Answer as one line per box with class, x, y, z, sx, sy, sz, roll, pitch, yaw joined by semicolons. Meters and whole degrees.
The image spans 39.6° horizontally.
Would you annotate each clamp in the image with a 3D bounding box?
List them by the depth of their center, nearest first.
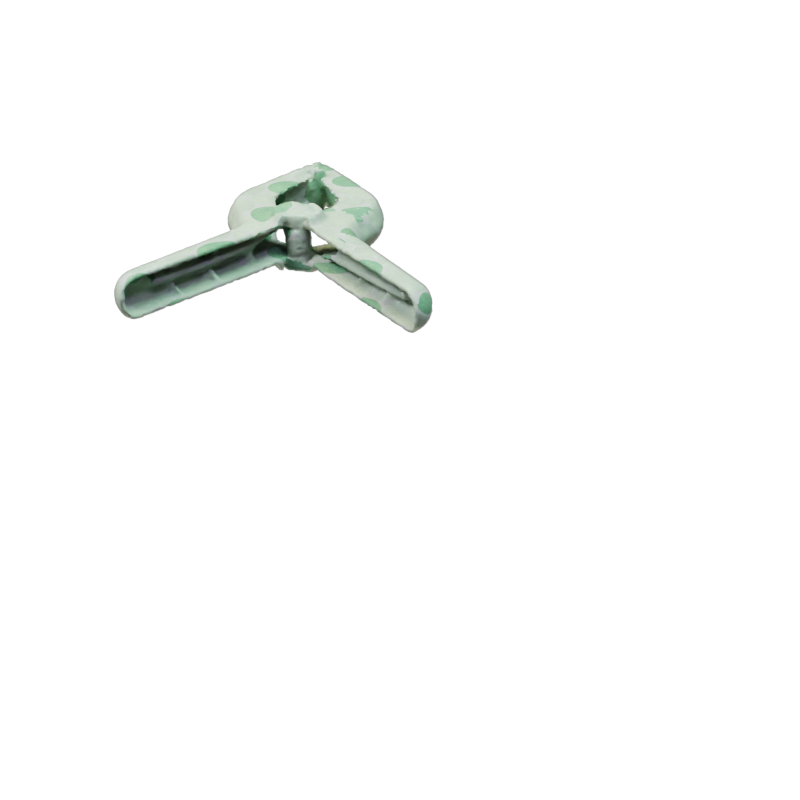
clamp;-0.050;-0.092;0.645;0.168;0.034;0.218;6;29;11
